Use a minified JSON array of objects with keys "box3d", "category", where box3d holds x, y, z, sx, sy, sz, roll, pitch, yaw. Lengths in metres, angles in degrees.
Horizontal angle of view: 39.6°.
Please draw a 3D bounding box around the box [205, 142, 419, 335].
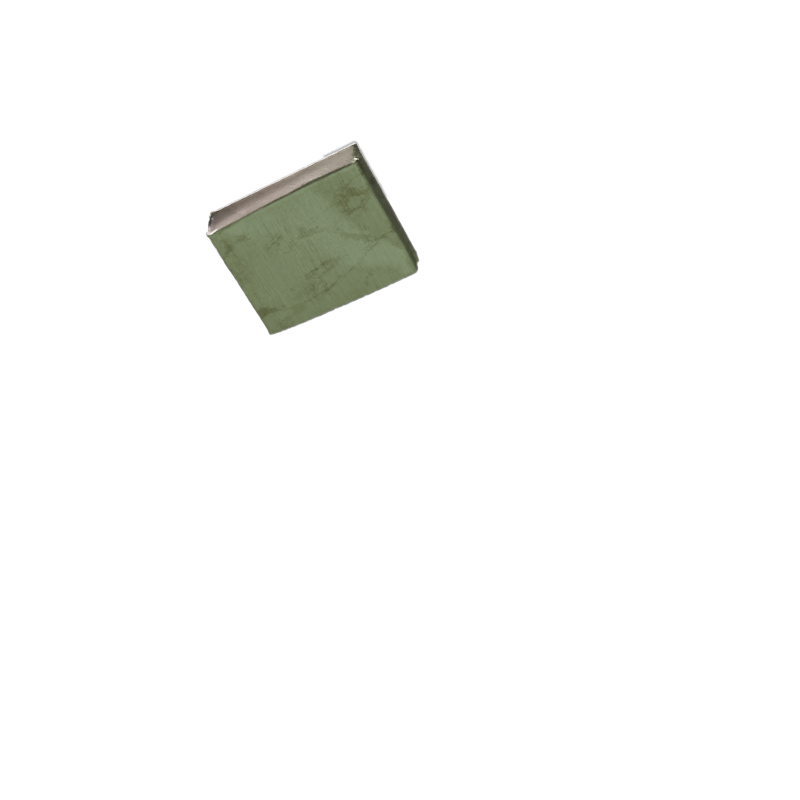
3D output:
[{"box3d":[-0.057,-0.104,0.727,0.114,0.085,0.041,-24,25,11],"category":"box"}]
